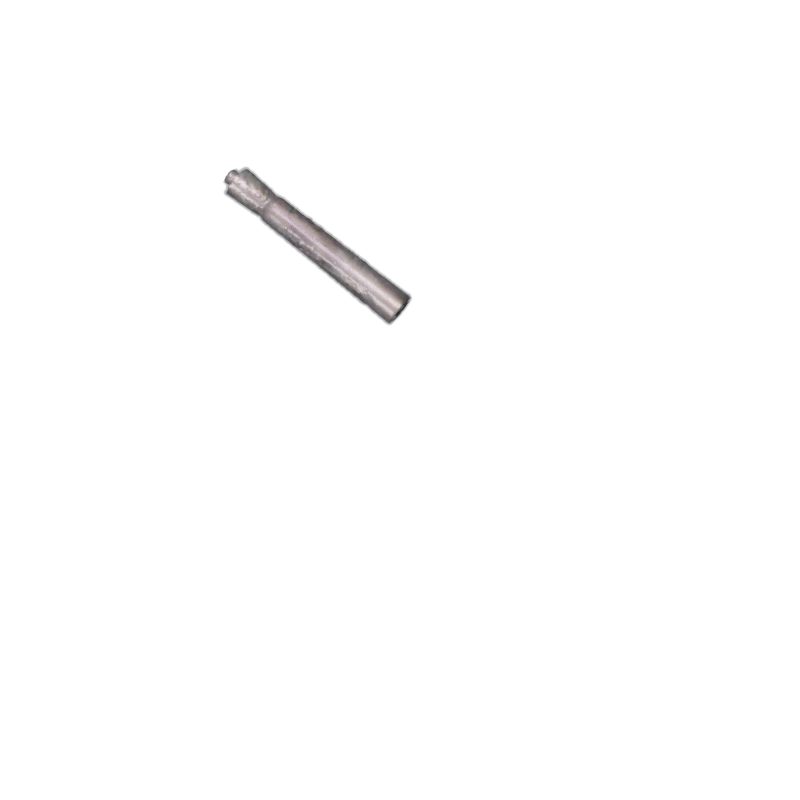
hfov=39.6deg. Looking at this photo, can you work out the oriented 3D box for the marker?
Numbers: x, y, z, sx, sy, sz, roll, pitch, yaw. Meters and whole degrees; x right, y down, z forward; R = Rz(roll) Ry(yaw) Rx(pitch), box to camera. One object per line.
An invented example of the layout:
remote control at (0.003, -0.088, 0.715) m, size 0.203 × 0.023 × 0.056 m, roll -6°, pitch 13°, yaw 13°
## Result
marker at (-0.047, -0.085, 0.598) m, size 0.124 × 0.019 × 0.019 m, roll 39°, pitch 11°, yaw 11°
